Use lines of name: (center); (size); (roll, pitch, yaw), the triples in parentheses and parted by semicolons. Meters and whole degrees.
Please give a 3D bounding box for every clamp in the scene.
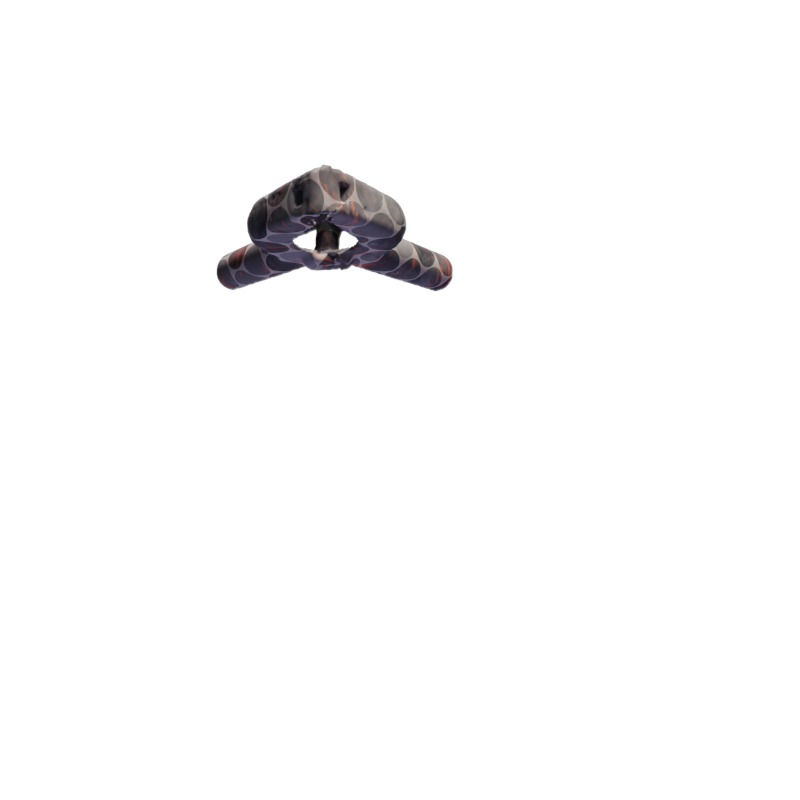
clamp: (-0.055, -0.100, 0.699); (0.166, 0.037, 0.202); (-1, -8, 7)
